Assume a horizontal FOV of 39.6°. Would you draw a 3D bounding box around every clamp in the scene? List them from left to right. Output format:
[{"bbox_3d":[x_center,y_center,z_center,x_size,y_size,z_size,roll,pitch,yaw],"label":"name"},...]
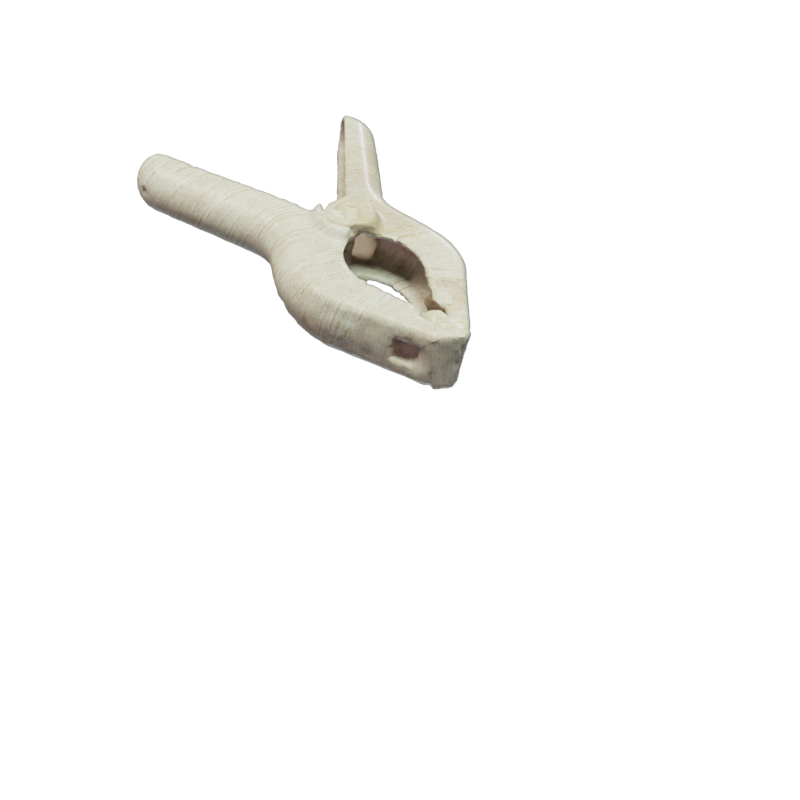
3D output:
[{"bbox_3d":[-0.037,-0.067,0.471,0.119,0.037,0.186,-16,43,-18],"label":"clamp"}]
